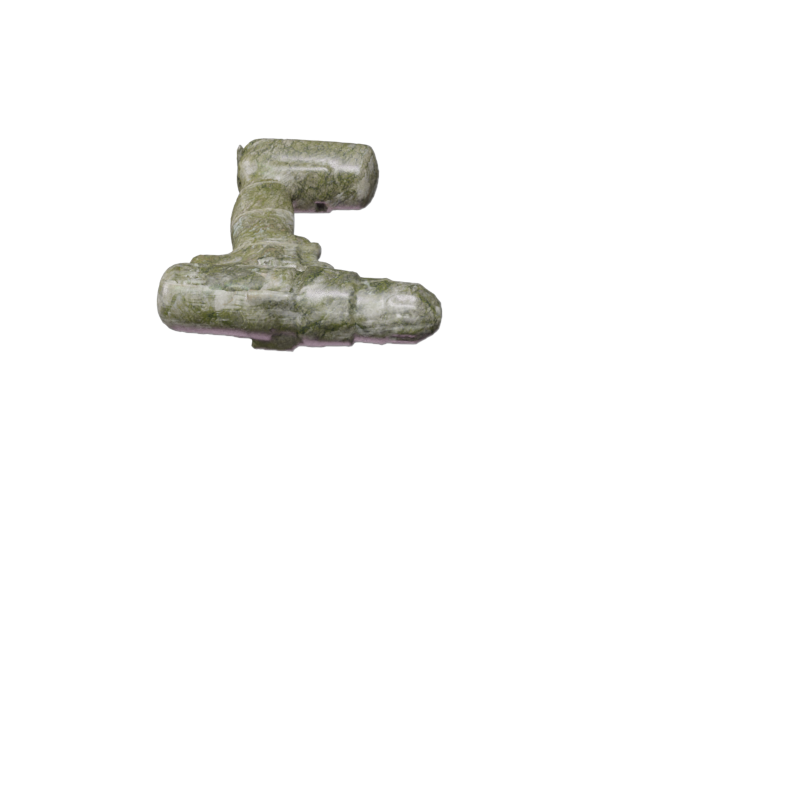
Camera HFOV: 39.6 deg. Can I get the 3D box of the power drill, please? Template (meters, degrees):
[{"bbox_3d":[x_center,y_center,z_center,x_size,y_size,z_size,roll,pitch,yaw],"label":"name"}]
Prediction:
[{"bbox_3d":[-0.060,-0.110,0.768,0.186,0.053,0.199,4,41,5],"label":"power drill"}]
